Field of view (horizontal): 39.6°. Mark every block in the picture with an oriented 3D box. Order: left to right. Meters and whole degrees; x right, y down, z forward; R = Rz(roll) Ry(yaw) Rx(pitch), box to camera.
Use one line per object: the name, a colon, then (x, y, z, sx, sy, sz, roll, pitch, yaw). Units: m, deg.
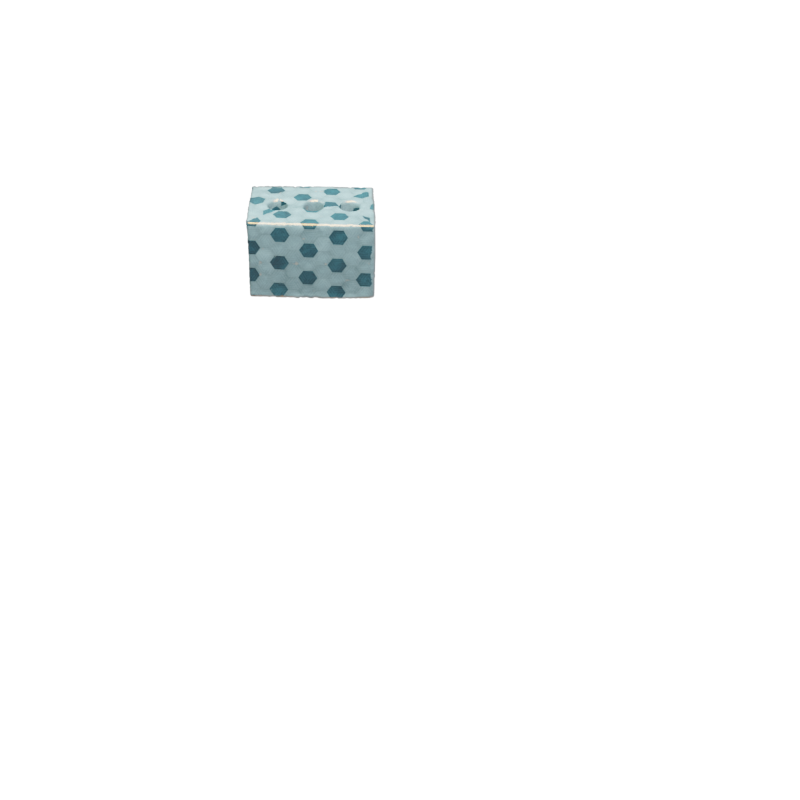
block: (-0.053, -0.097, 0.678, 0.078, 0.048, 0.056, 1, 32, 0)
